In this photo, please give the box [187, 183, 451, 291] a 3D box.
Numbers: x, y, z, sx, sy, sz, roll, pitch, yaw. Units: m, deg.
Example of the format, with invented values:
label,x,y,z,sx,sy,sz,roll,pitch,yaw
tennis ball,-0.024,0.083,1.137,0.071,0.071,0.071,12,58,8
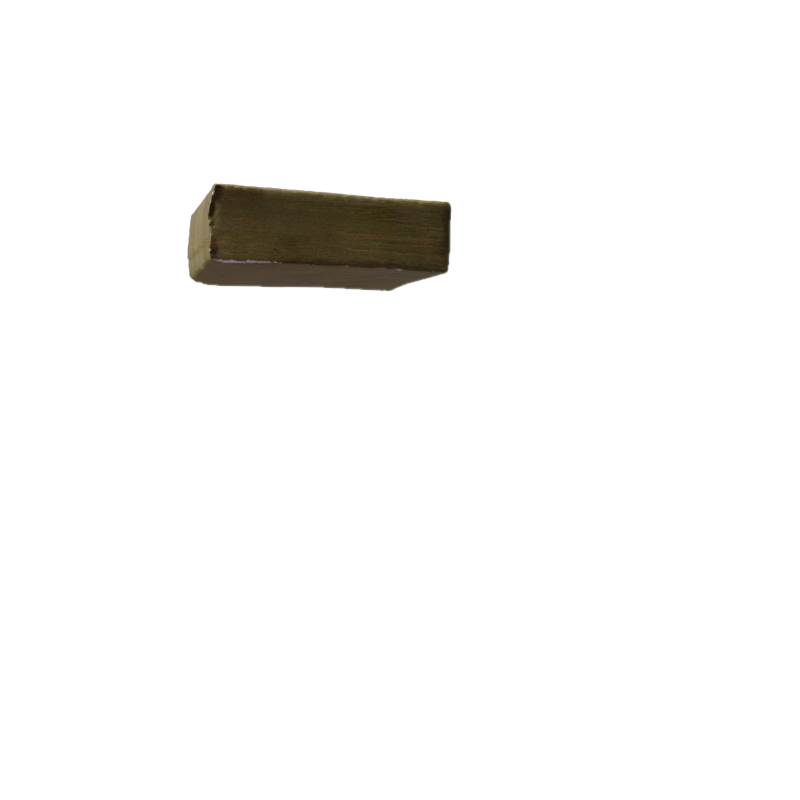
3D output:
label,x,y,z,sx,sy,sz,roll,pitch,yaw
box,-0.042,-0.076,0.536,0.111,0.039,0.090,0,-2,-14
